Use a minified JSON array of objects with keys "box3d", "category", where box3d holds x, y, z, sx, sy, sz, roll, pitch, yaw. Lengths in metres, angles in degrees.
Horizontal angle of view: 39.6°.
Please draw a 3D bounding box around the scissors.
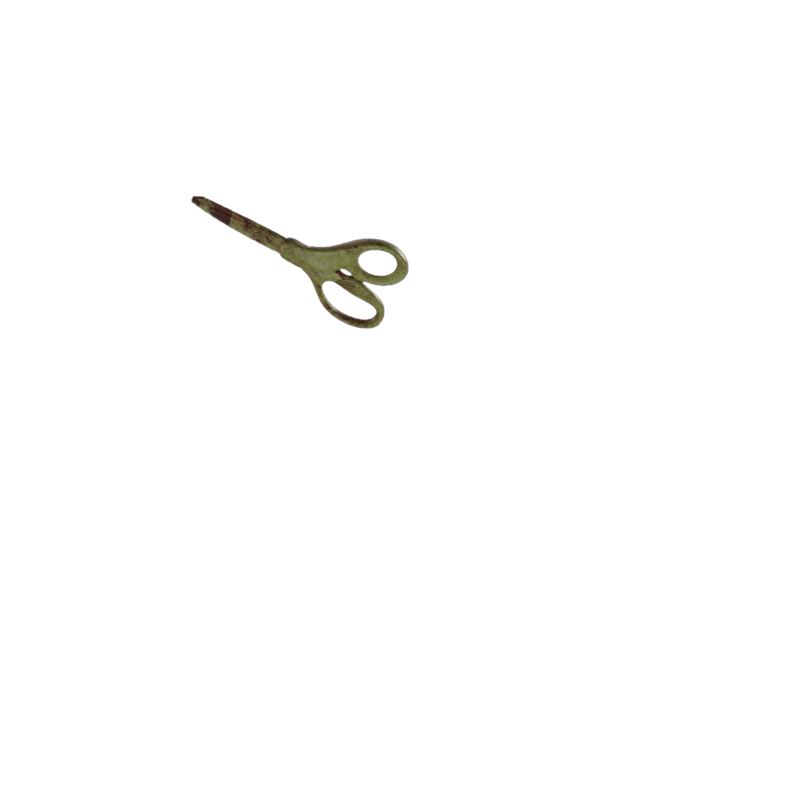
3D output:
[{"box3d":[-0.075,-0.136,0.954,0.095,0.191,0.017,-39,24,21],"category":"scissors"}]
